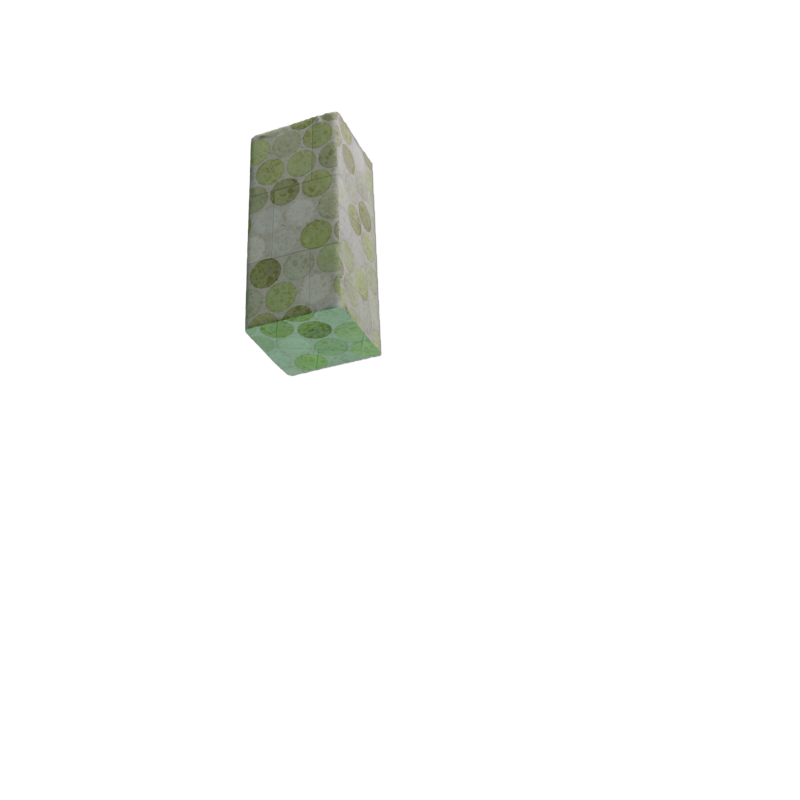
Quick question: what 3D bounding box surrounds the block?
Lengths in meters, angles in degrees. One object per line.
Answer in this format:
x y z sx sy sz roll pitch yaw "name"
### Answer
-0.077 -0.140 0.976 0.092 0.220 0.083 -14 -34 18 "block"
